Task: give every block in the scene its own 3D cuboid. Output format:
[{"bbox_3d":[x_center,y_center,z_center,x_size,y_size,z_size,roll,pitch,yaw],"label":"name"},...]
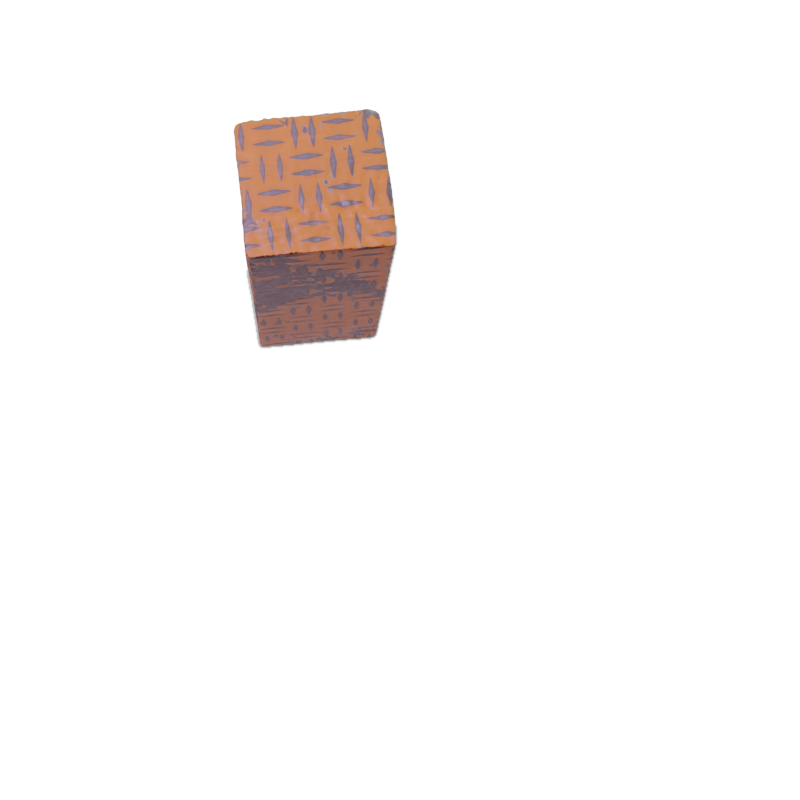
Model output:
[{"bbox_3d":[-0.058,-0.108,0.749,0.090,0.094,0.199,-6,-13,-5],"label":"block"}]
